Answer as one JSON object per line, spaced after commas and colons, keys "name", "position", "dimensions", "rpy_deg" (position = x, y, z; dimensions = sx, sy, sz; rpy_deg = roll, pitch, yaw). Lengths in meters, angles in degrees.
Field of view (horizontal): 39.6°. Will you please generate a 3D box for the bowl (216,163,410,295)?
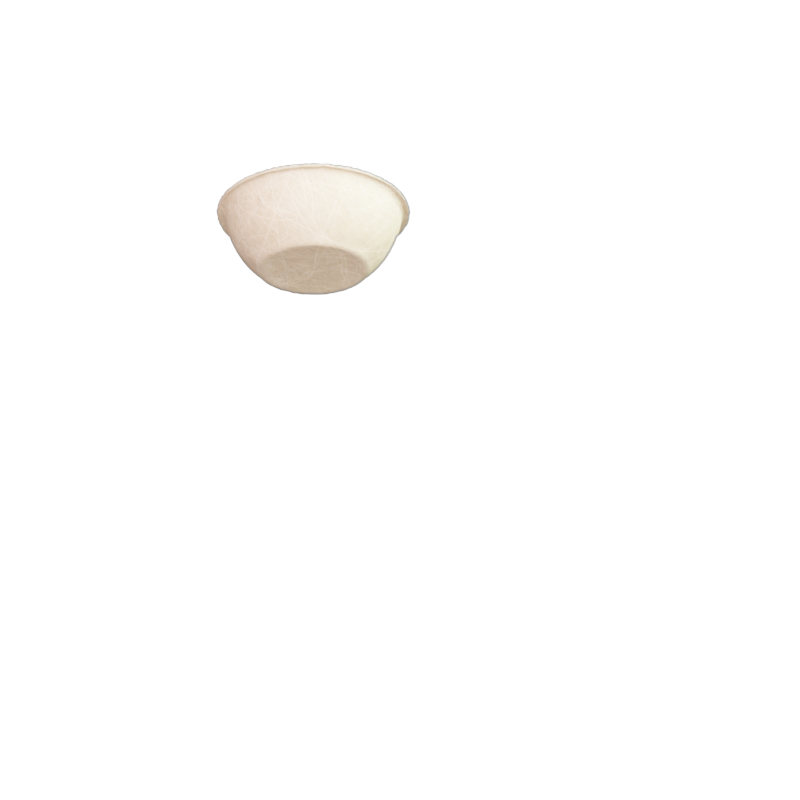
{"name": "bowl", "position": [-0.072, -0.131, 0.918], "dimensions": [0.162, 0.058, 0.153], "rpy_deg": [1, -23, -2]}
